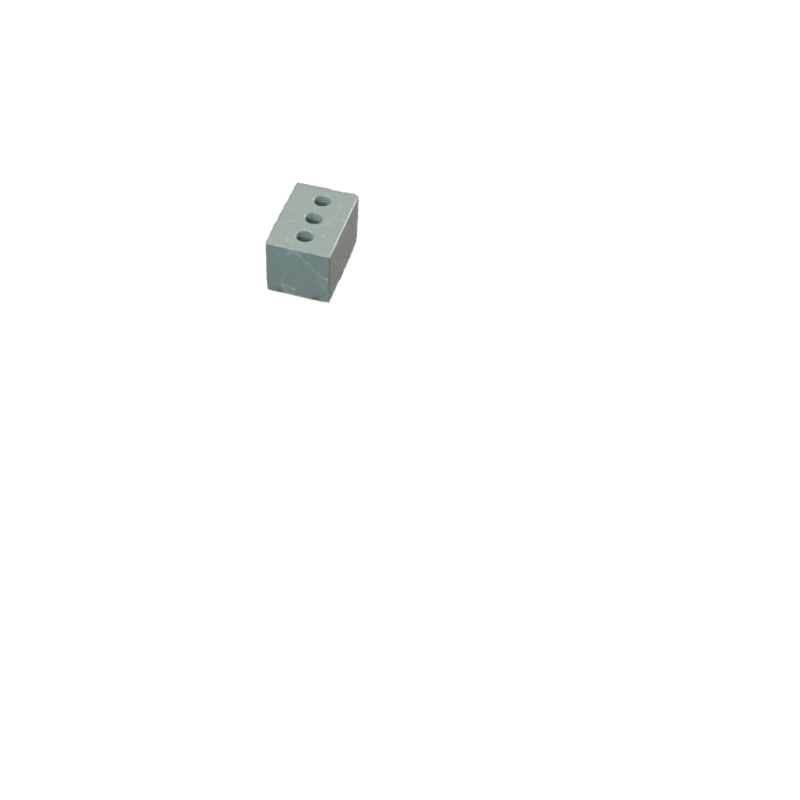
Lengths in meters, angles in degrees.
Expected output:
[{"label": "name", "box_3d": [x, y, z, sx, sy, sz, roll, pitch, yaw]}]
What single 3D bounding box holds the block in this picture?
[{"label": "block", "box_3d": [-0.068, -0.123, 0.864, 0.054, 0.082, 0.048, 12, -43, 9]}]
